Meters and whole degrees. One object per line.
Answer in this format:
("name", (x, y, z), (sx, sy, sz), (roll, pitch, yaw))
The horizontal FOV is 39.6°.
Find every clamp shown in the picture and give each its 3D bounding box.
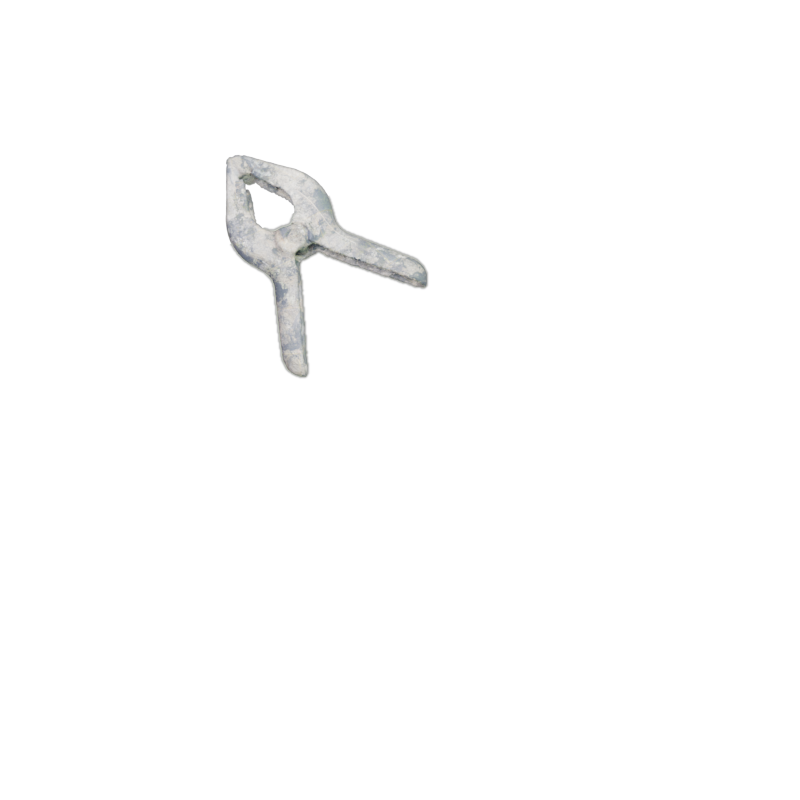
("clamp", (-0.063, -0.115, 0.808), (0.120, 0.179, 0.038), (-27, -15, -8))
